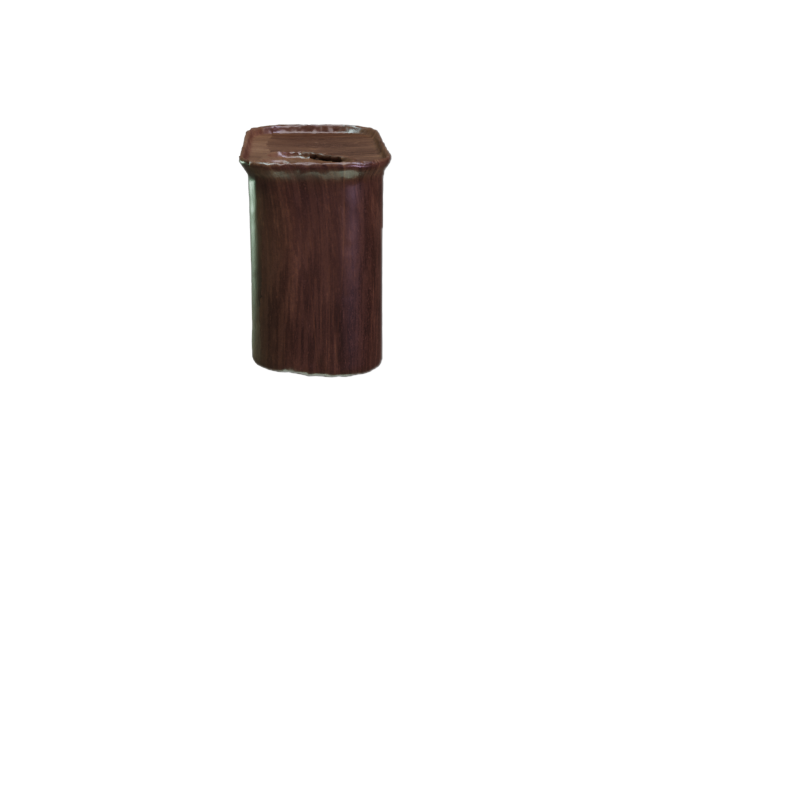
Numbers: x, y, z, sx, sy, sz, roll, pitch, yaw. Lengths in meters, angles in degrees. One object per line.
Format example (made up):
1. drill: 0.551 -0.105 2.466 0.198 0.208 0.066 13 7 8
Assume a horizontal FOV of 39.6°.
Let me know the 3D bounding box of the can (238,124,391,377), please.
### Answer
1. can: -0.036 -0.065 0.456 0.057 0.081 0.106 -1 18 -5
